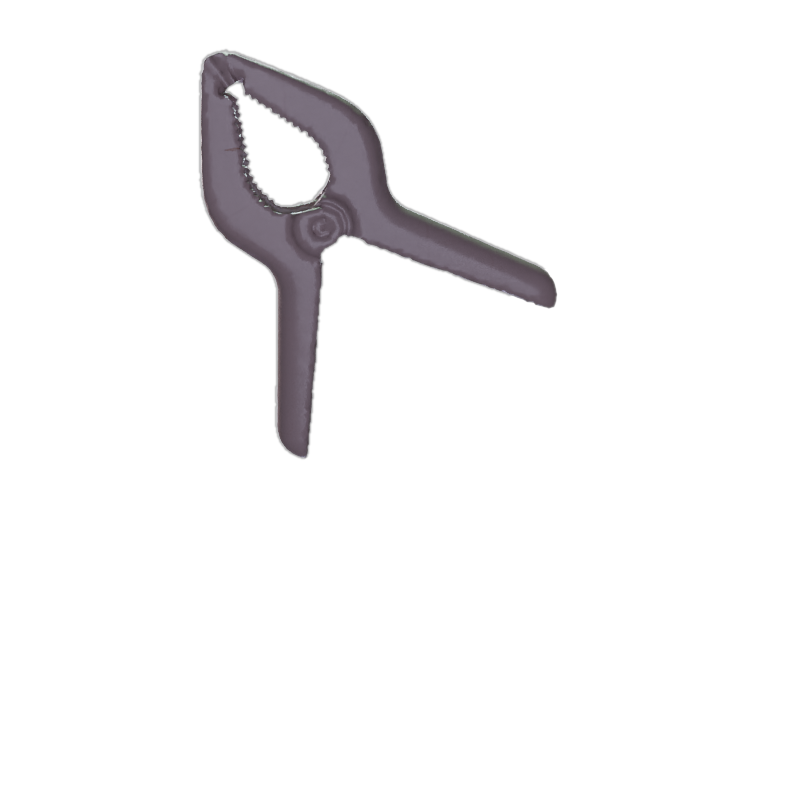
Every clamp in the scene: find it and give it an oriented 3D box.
[{"bbox_3d":[-0.044,-0.081,0.568,0.164,0.205,0.037,-39,8,7],"label":"clamp"}]
